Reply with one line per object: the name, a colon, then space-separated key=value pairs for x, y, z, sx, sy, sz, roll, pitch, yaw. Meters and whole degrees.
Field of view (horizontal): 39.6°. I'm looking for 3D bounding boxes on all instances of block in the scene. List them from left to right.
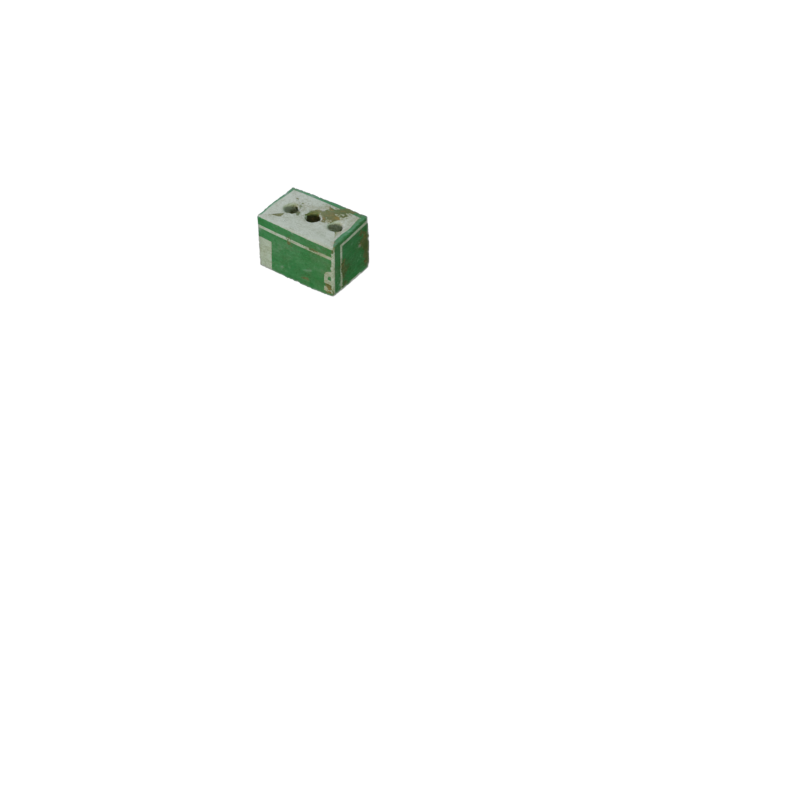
block: x=-0.071 y=-0.130 z=0.908 sx=0.082 sy=0.048 sz=0.054 roll=24 pitch=46 yaw=24
